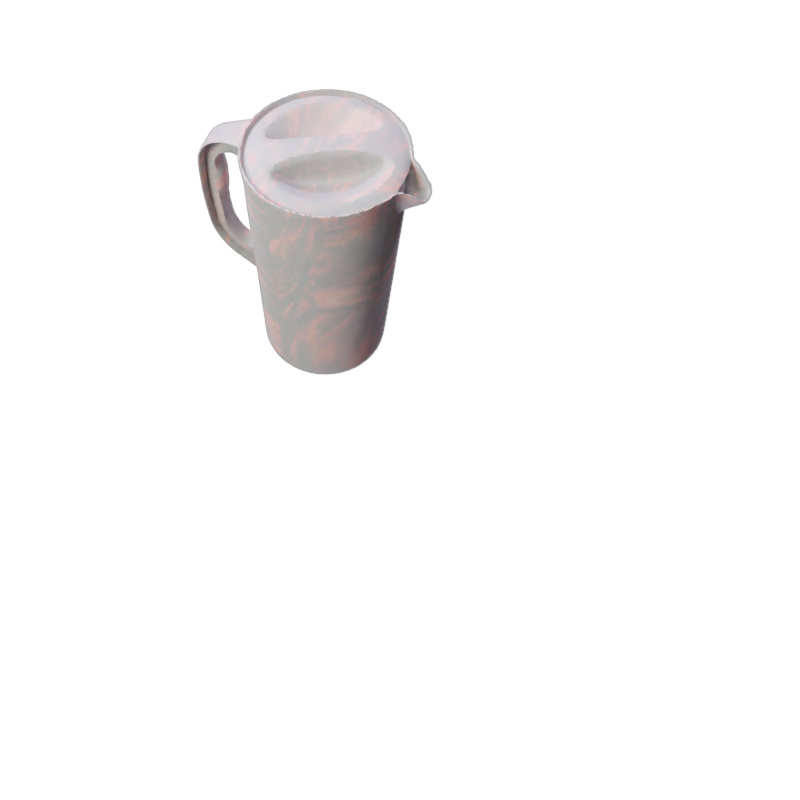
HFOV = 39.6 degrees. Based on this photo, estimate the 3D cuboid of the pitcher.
[{"bbox_3d":[-0.072,-0.131,0.919,0.144,0.160,0.227,-21,-31,-17],"label":"pitcher"}]
